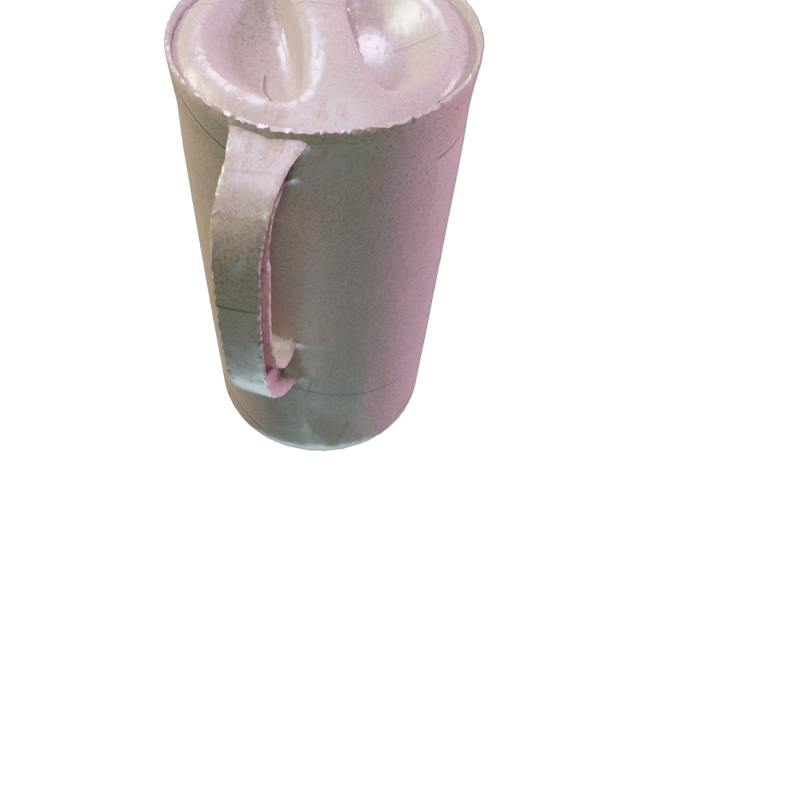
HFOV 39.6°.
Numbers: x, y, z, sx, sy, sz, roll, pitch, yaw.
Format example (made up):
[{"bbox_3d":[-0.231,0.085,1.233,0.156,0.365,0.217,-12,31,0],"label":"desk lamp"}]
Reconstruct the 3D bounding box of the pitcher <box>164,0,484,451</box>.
[{"bbox_3d":[-0.042,-0.077,0.536,0.148,0.156,0.226,-21,-37,-20],"label":"pitcher"}]
